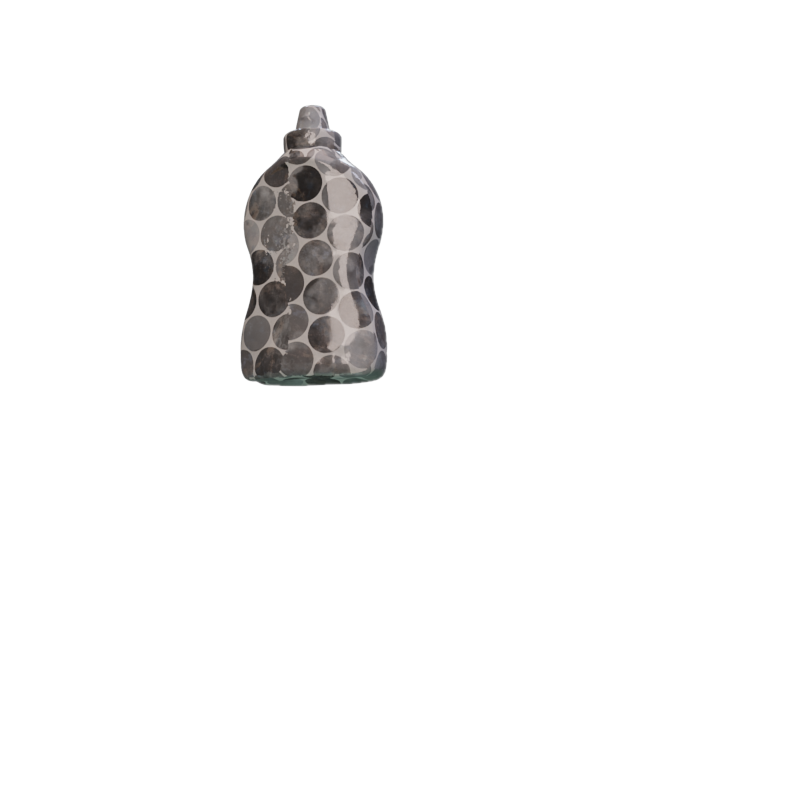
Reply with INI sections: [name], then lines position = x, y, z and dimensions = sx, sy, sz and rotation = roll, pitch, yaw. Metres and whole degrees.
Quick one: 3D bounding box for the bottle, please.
[bottle]
position = -0.059, -0.108, 0.757
dimensions = 0.098, 0.198, 0.055
rotation = -5, -13, 20
